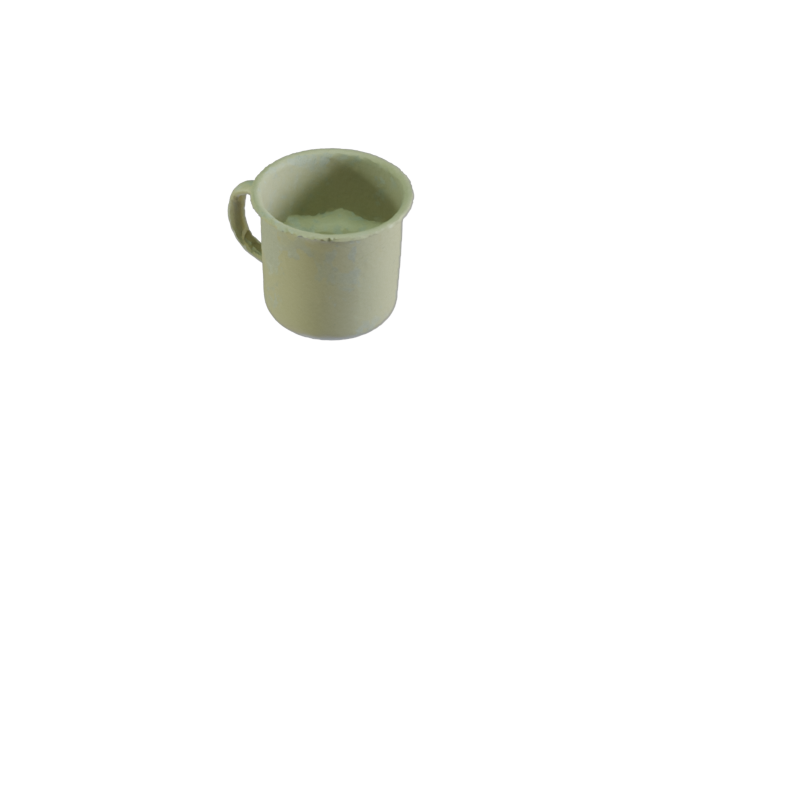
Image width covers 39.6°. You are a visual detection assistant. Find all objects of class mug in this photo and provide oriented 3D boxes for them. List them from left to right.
[{"bbox_3d":[-0.051,-0.094,0.656,0.122,0.076,0.096,19,44,19],"label":"mug"}]
